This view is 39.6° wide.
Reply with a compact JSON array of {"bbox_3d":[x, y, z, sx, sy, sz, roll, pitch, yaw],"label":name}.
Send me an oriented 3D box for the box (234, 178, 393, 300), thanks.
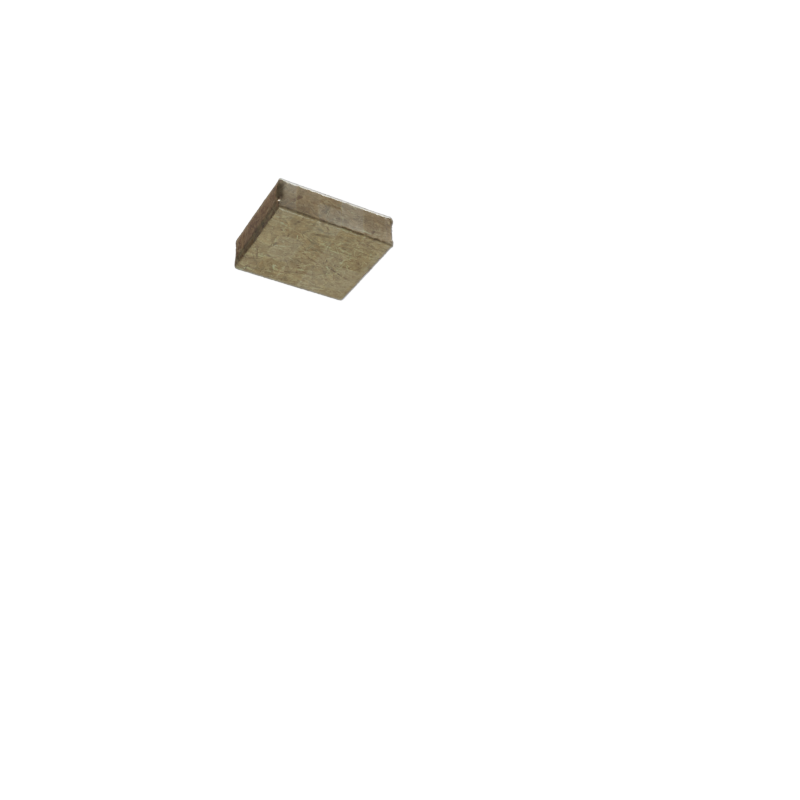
[{"bbox_3d":[-0.060,-0.110,0.768,0.086,0.032,0.071,16,-38,-23],"label":"box"}]
